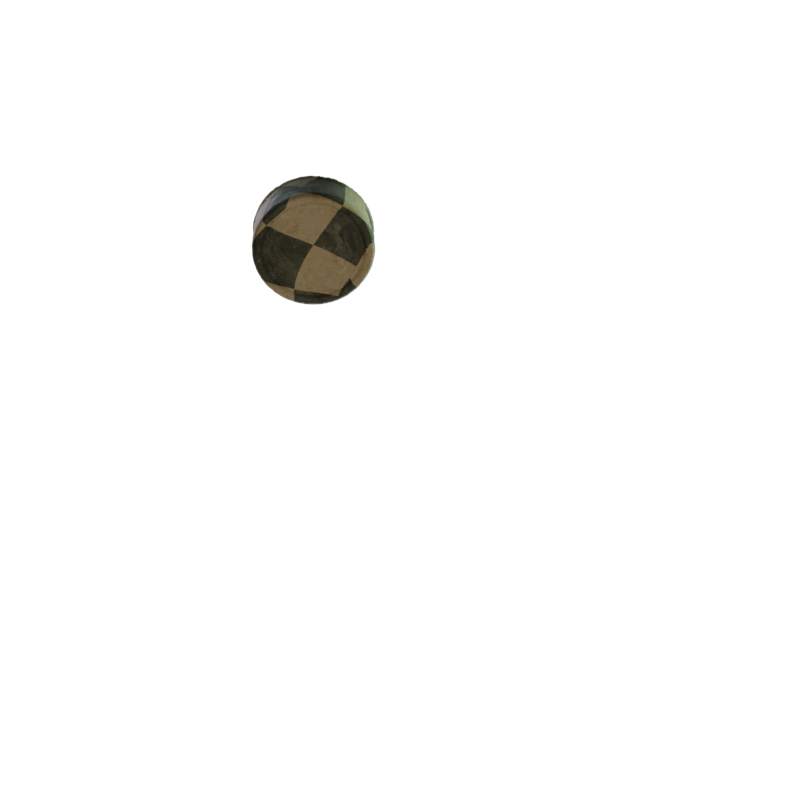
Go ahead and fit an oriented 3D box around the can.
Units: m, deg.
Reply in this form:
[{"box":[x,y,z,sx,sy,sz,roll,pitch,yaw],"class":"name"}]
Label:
[{"box":[-0.060,-0.110,0.768,0.086,0.081,0.036,1,28,-1],"class":"can"}]
